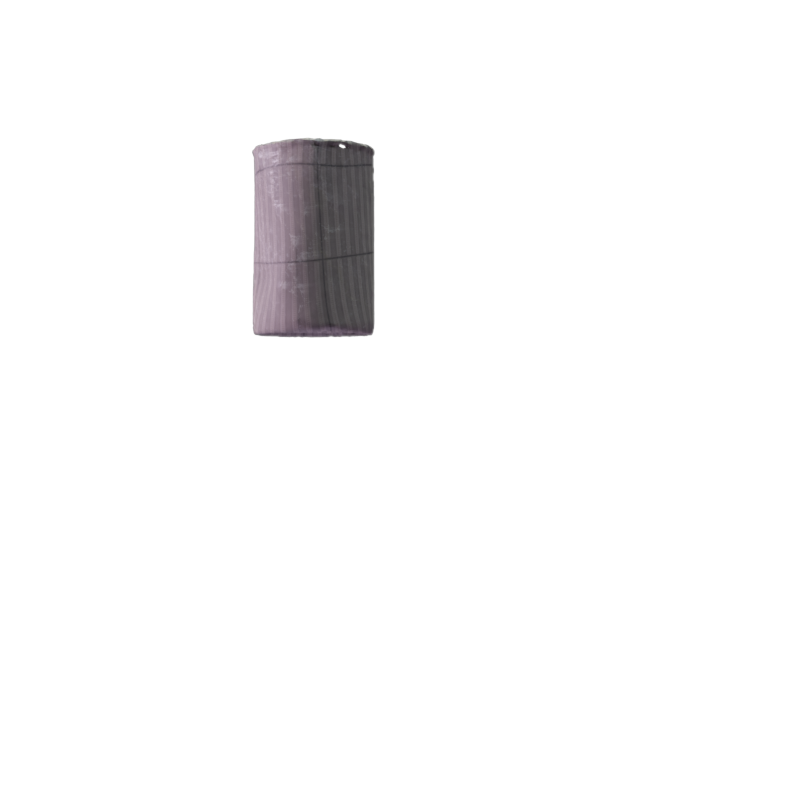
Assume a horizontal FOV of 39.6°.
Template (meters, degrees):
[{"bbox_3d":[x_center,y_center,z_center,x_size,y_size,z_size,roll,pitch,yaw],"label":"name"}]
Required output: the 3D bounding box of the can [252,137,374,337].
[{"bbox_3d":[-0.048,-0.087,0.607,0.068,0.104,0.068,0,-5,-2],"label":"can"}]
